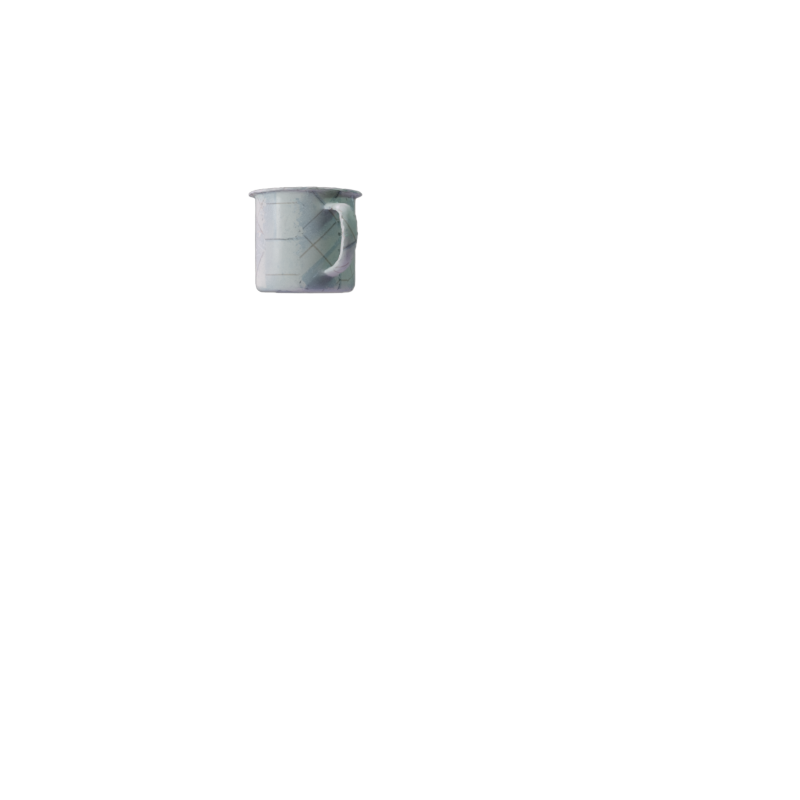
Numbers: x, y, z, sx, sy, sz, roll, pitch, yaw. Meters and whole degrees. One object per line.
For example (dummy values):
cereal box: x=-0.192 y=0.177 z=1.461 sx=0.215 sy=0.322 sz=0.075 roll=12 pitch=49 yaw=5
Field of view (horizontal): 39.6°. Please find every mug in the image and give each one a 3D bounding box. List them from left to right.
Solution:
mug: x=-0.070 y=-0.127 z=0.892 sx=0.090 sy=0.082 sz=0.121 roll=0 pitch=2 yaw=-36
